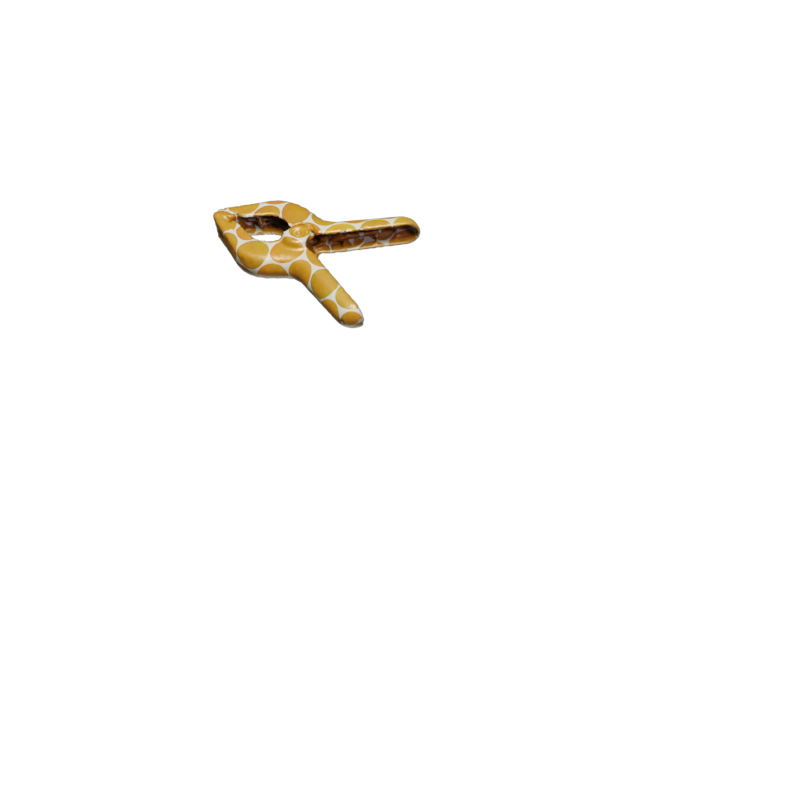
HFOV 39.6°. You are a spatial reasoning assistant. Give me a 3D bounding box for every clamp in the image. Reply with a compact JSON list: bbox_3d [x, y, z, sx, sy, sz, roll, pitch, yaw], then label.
[{"bbox_3d":[-0.072,-0.131,0.920,0.181,0.036,0.122,27,51,24],"label":"clamp"}]
